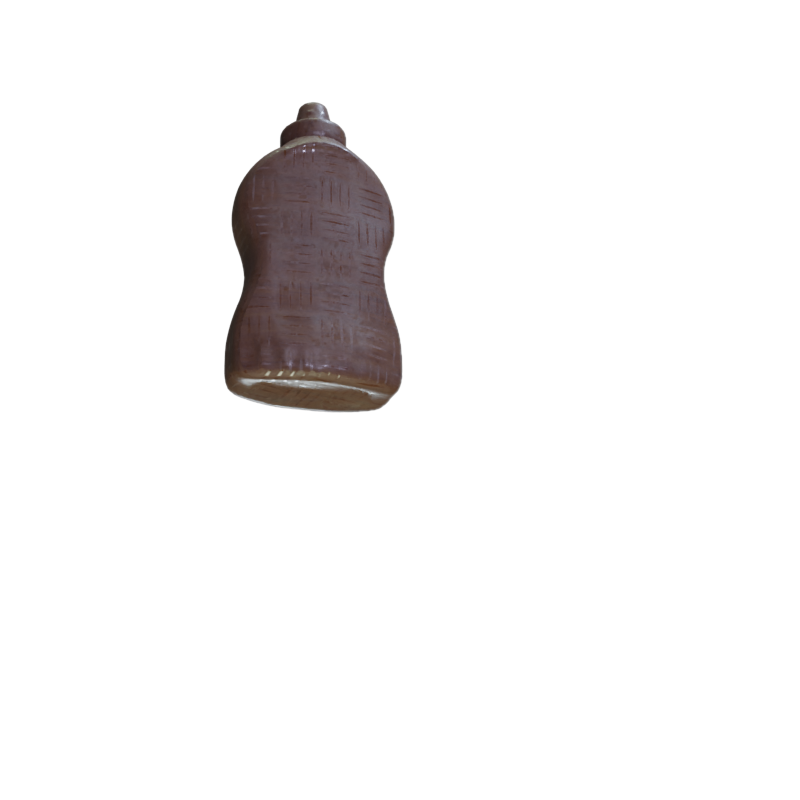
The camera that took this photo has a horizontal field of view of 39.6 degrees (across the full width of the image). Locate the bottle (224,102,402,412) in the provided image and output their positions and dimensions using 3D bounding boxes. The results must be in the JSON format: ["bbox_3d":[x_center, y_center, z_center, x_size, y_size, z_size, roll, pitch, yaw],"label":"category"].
[{"bbox_3d":[-0.051,-0.092,0.647,0.094,0.203,0.056,5,-28,-14],"label":"bottle"}]
